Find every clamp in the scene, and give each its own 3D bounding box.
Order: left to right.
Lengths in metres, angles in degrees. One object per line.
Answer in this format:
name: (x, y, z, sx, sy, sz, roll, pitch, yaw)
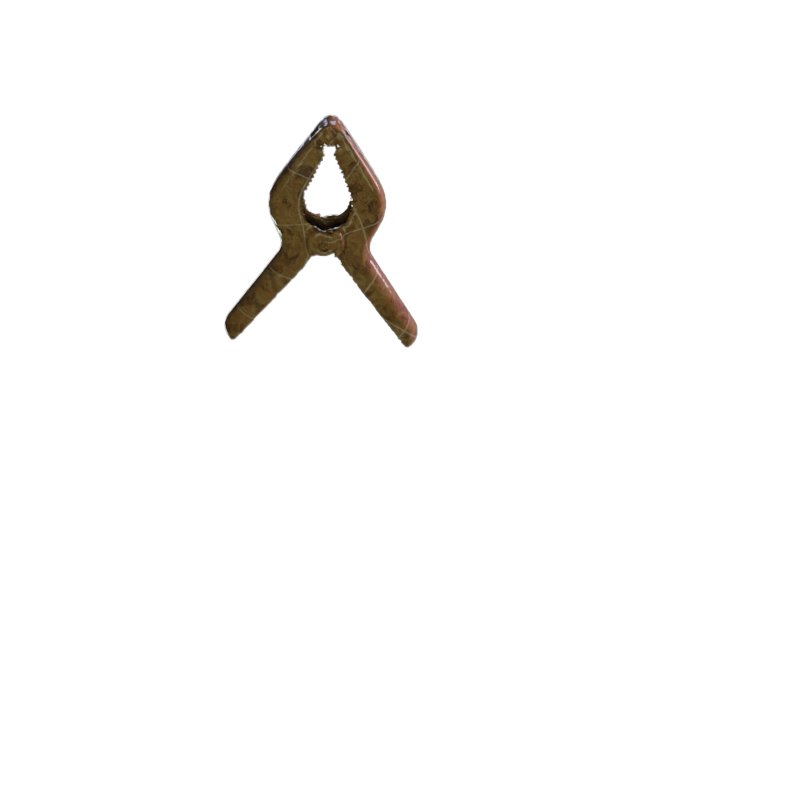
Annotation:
clamp: (-0.071, -0.130, 0.912, 0.165, 0.197, 0.039, -3, 29, 1)
